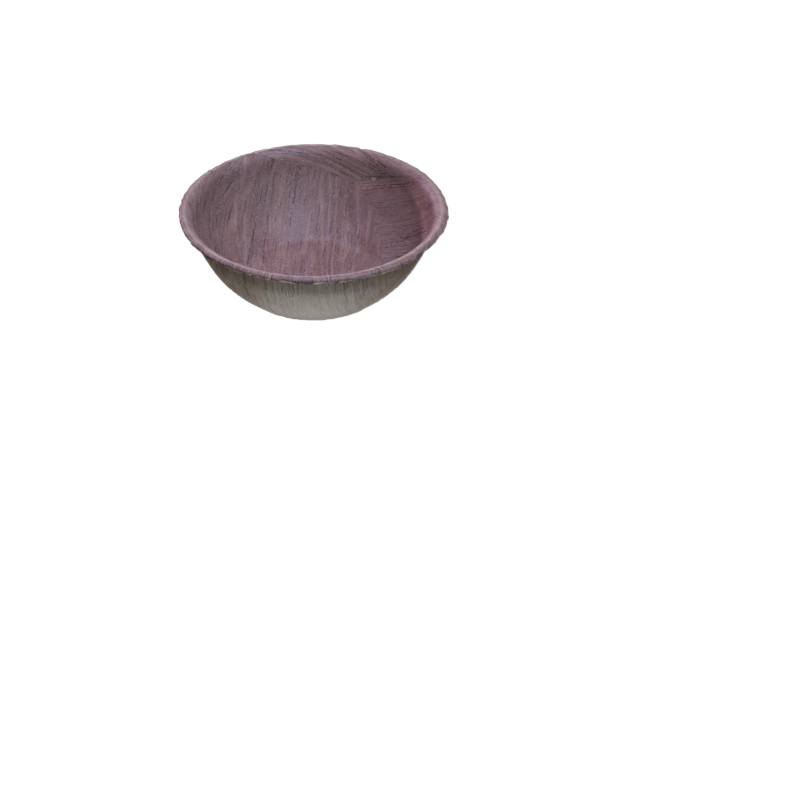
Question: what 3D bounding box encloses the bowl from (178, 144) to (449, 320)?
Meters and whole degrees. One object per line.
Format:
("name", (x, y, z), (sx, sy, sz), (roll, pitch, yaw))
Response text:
("bowl", (-0.053, -0.097, 0.678), (0.162, 0.051, 0.173), (-1, 37, -2))
